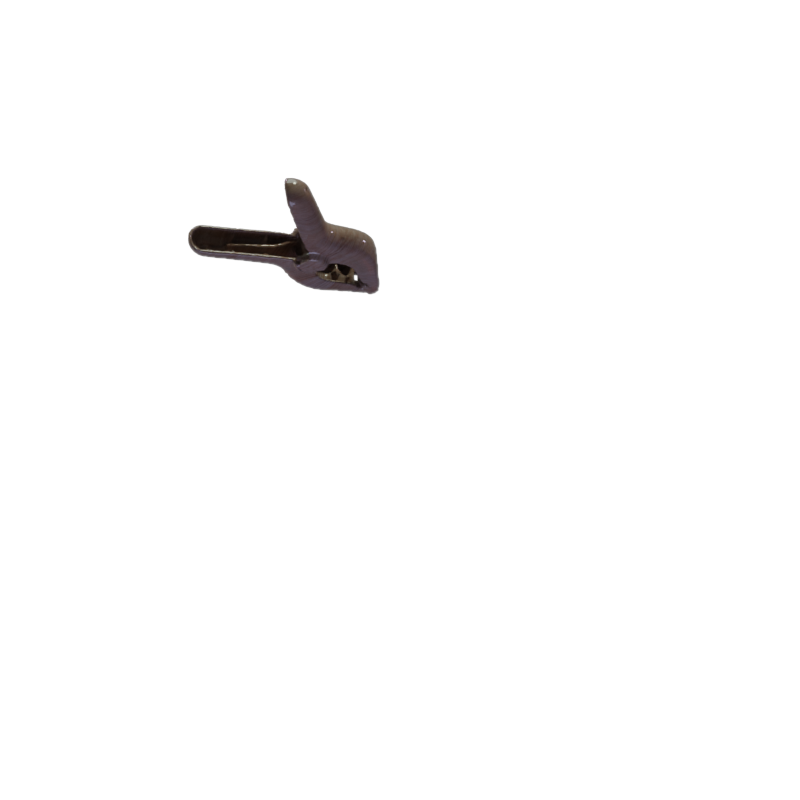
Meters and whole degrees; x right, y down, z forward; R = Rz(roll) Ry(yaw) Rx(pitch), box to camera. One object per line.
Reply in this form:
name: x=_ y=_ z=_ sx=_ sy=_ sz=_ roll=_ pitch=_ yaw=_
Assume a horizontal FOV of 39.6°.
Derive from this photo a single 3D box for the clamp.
clamp: x=-0.070 y=-0.127 z=0.889 sx=0.162 sy=0.041 sz=0.121 roll=13 pitch=-20 yaw=-38
